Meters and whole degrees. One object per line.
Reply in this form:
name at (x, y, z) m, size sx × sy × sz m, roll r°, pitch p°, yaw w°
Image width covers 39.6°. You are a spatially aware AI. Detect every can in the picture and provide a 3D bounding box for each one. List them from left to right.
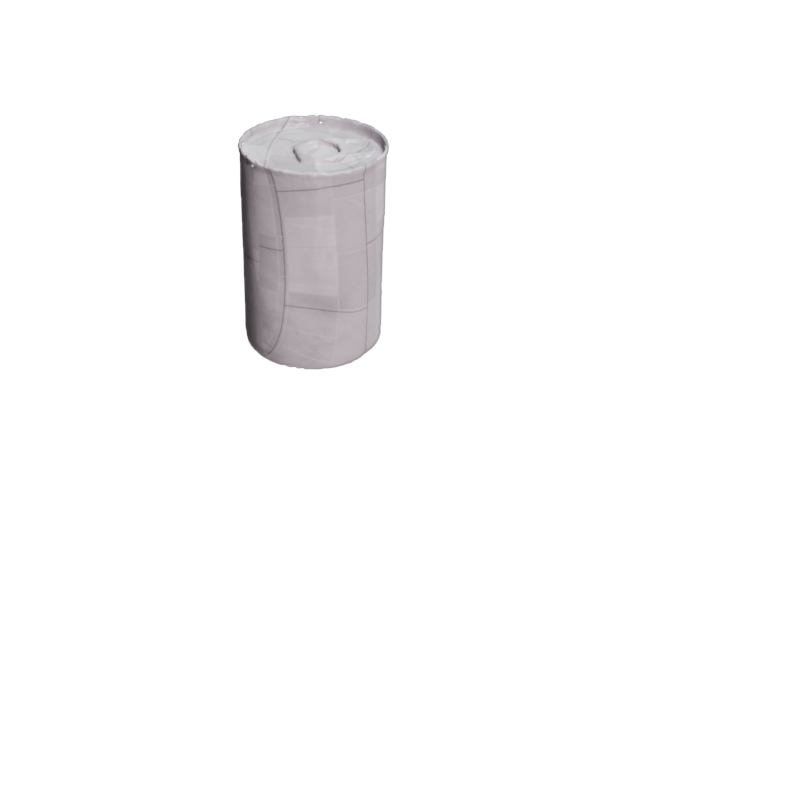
can at (-0.041, -0.075, 0.522) m, size 0.068 × 0.096 × 0.073 m, roll 0°, pitch 31°, yaw -3°
